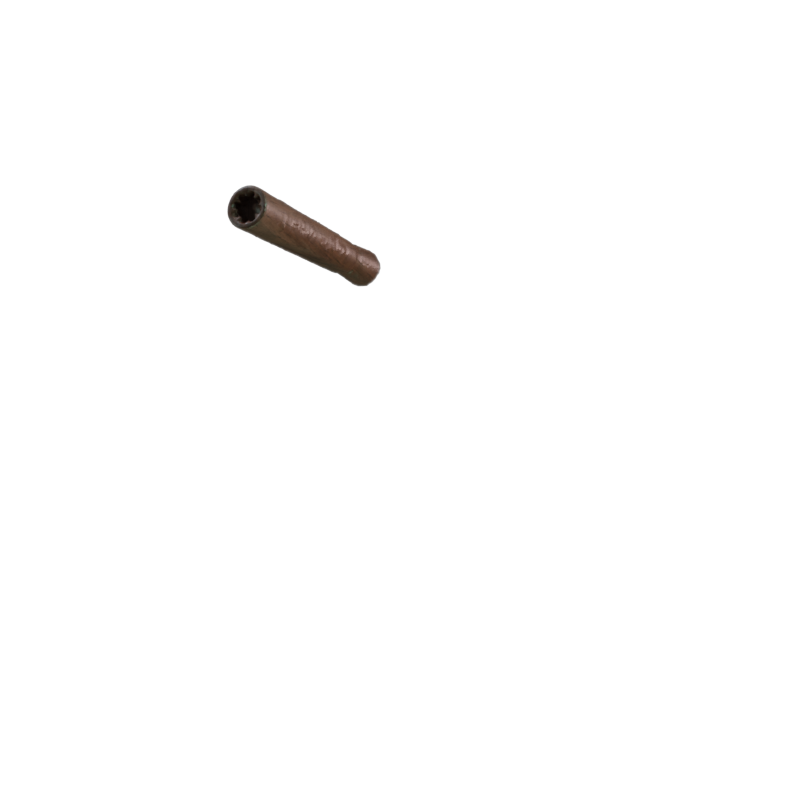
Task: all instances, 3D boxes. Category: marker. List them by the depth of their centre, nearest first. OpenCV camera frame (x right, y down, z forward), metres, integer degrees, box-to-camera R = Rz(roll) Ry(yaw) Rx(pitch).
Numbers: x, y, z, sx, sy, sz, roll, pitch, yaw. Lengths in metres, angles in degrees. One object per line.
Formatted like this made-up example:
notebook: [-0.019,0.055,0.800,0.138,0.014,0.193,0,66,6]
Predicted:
marker: [-0.040,-0.072,0.505,0.020,0.020,0.115,2,-6,25]
